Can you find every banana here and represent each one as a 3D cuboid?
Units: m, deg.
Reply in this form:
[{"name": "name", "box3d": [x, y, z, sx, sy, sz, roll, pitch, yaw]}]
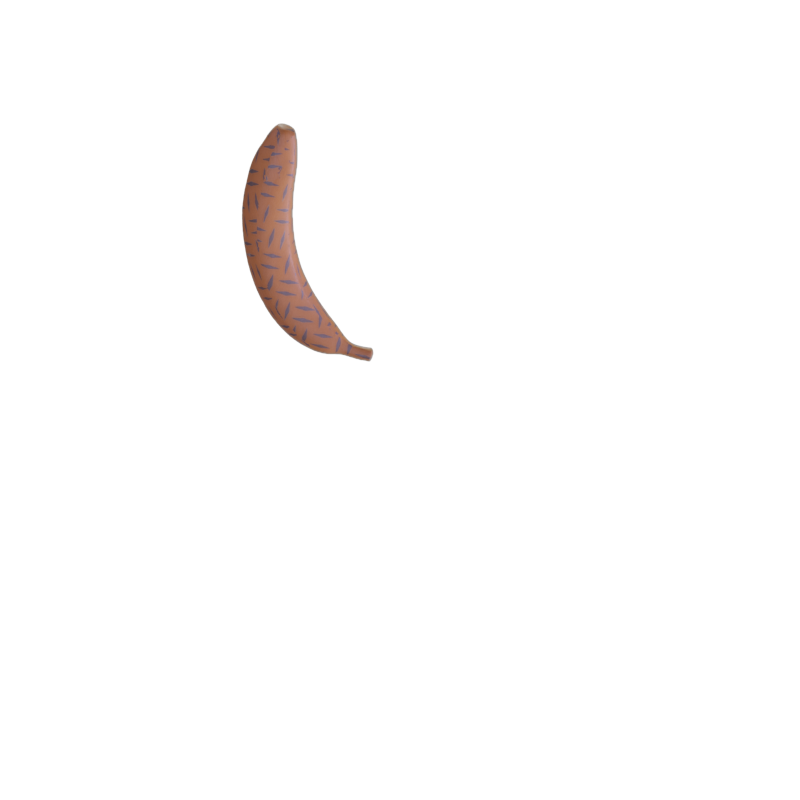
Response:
[{"name": "banana", "box3d": [-0.081, -0.109, 0.825, 0.070, 0.186, 0.039, -17, 25, 7]}]
